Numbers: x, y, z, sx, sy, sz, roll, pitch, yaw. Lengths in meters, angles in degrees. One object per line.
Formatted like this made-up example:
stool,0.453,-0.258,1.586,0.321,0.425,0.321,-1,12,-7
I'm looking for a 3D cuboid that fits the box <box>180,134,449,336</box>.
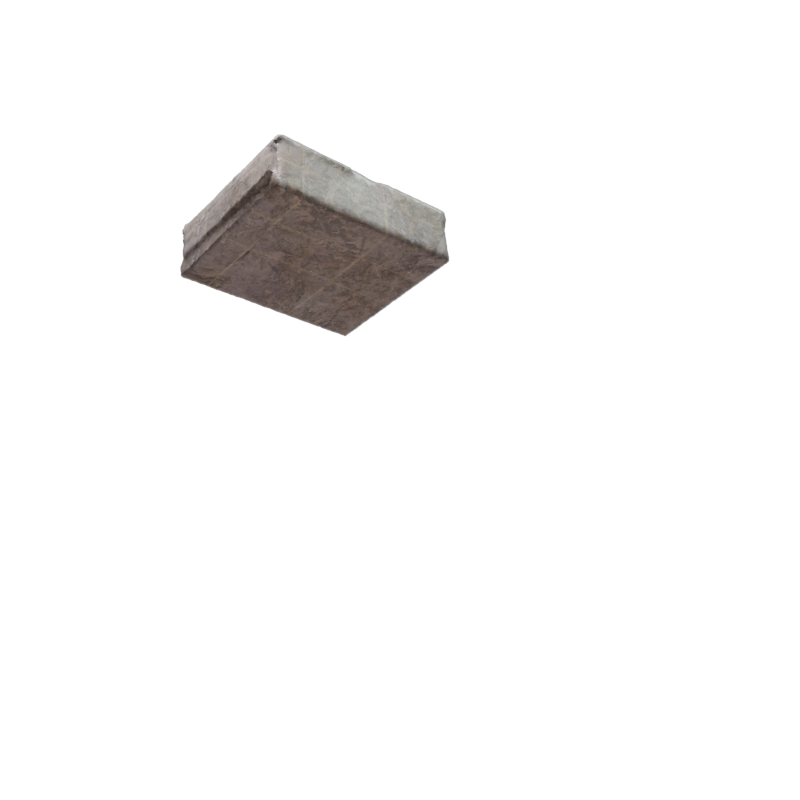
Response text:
box,-0.037,-0.067,0.466,0.085,0.032,0.072,21,-38,-30
